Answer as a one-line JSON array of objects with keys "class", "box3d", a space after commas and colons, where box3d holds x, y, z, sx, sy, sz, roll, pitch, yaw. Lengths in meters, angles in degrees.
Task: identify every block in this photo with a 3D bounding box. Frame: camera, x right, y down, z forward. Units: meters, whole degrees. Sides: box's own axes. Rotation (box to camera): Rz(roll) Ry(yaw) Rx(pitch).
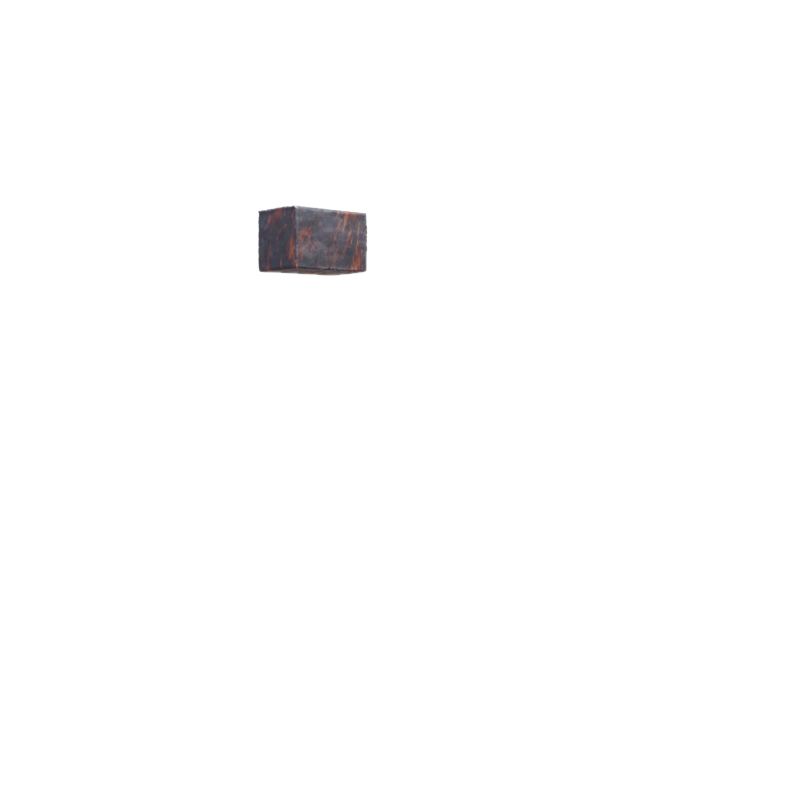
[{"class": "block", "box3d": [-0.072, -0.132, 0.921, 0.075, 0.052, 0.054, 0, -1, -42]}]
